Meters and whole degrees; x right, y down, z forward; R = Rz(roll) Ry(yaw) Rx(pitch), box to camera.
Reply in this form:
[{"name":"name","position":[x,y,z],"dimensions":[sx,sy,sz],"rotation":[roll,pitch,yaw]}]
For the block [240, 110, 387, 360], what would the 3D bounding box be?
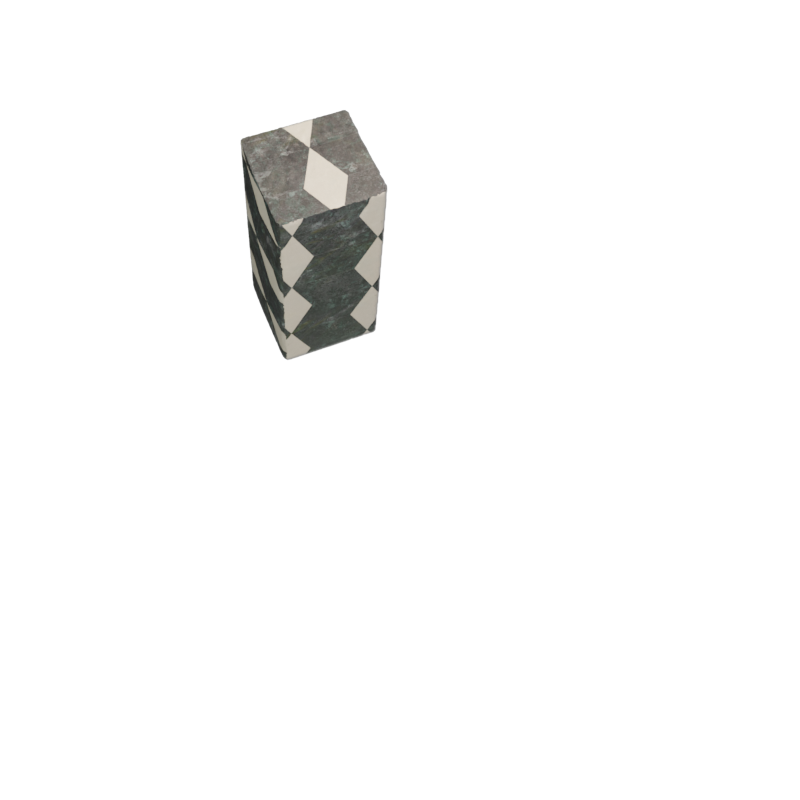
[{"name":"block","position":[-0.072,-0.130,0.917],"dimensions":[0.090,0.097,0.194],"rotation":[-18,-27,-13]}]
